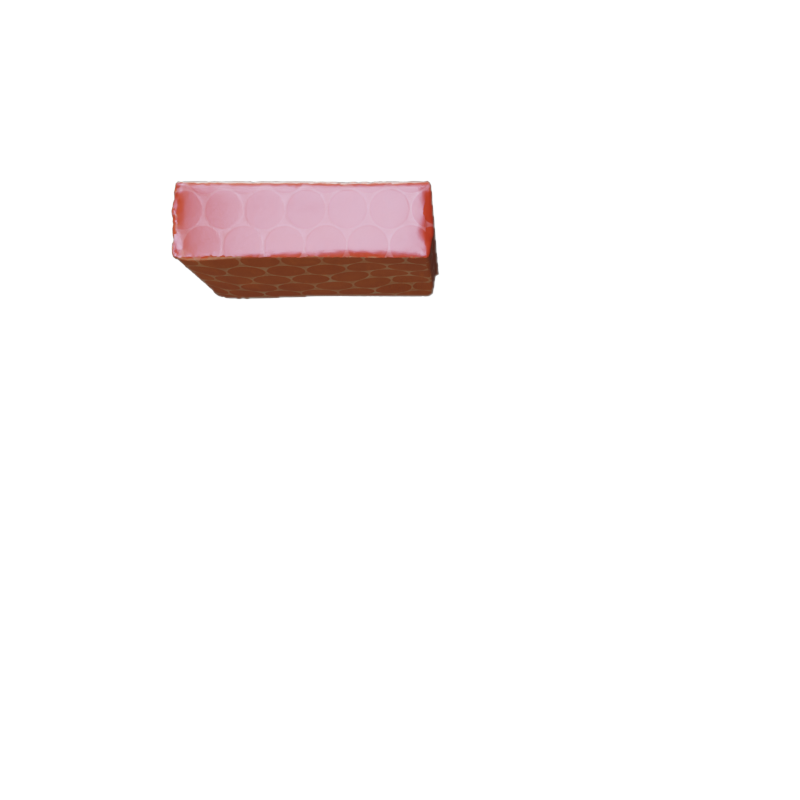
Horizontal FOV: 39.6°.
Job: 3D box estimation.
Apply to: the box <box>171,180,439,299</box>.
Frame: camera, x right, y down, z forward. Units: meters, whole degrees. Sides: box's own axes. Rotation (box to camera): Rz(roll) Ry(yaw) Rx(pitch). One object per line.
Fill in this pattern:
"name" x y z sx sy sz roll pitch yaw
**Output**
"box" -0.040 -0.073 0.509 0.114 0.040 0.087 -1 -7 5
